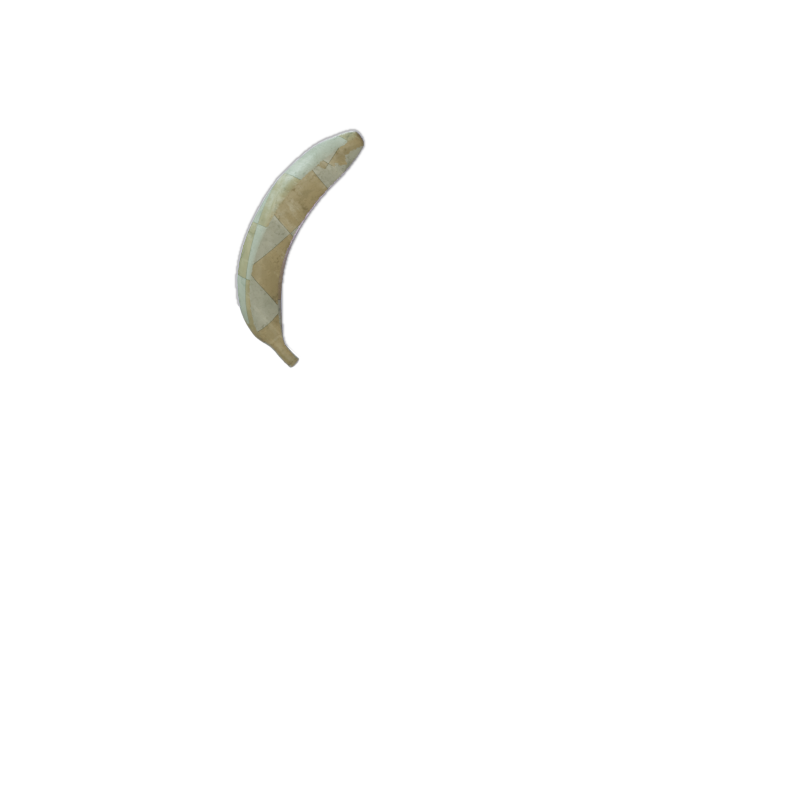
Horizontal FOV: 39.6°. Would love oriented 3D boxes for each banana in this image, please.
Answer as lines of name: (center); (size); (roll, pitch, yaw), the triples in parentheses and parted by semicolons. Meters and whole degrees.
banana: (-0.088, -0.127, 0.881); (0.069, 0.192, 0.038); (16, 15, -6)
